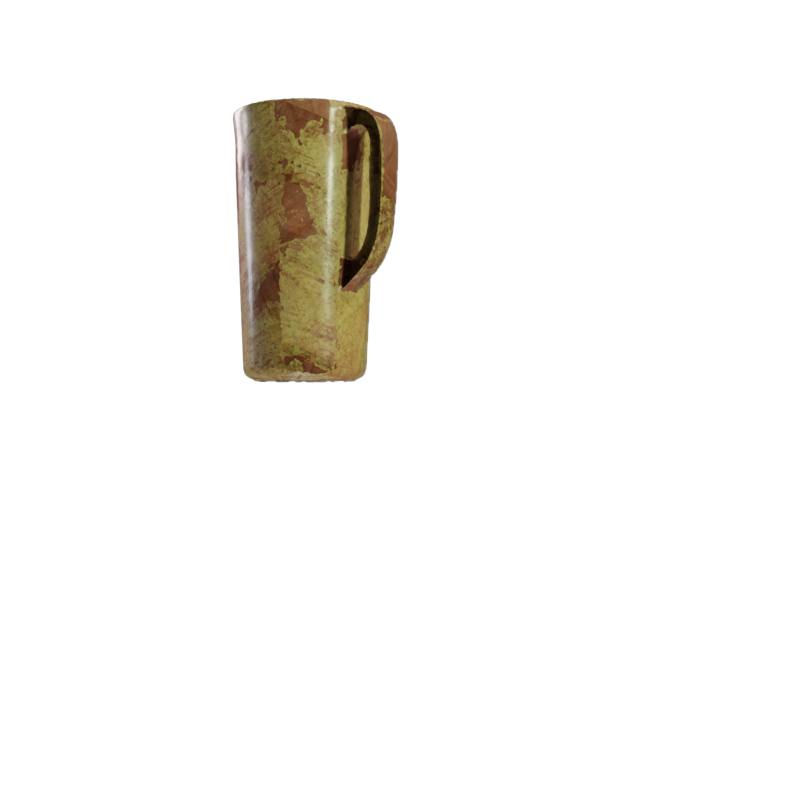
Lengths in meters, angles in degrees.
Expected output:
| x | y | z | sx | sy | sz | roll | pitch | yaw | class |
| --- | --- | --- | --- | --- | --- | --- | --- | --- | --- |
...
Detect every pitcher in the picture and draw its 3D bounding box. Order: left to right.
| x | y | z | sx | sy | sz | roll | pitch | yaw | class |
| --- | --- | --- | --- | --- | --- | --- | --- | --- | --- |
| -0.076 | -0.139 | 0.973 | 0.145 | 0.248 | 0.147 | 0 | -6 | 0 | pitcher |
